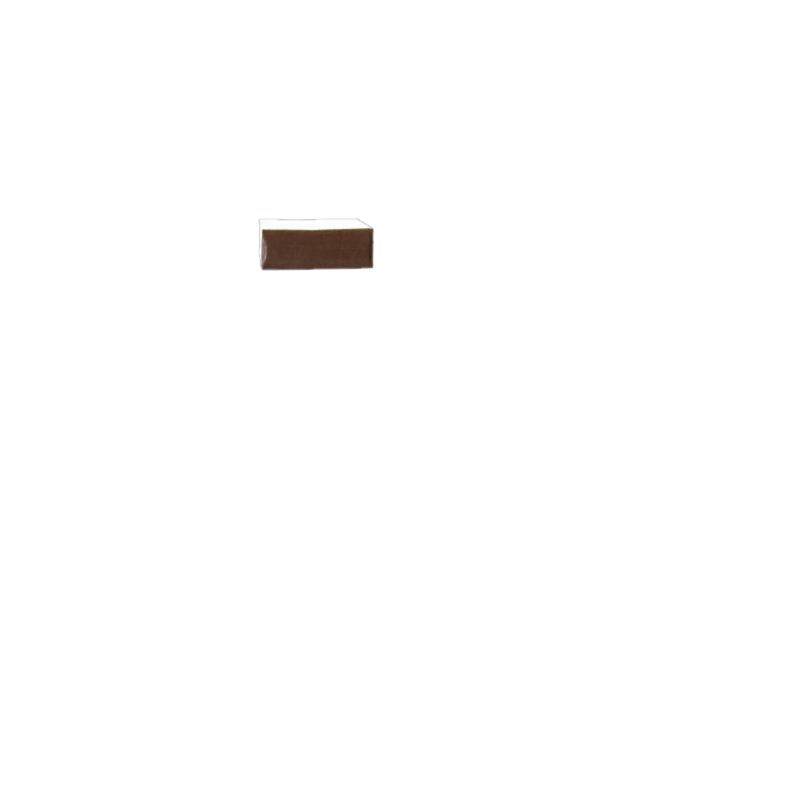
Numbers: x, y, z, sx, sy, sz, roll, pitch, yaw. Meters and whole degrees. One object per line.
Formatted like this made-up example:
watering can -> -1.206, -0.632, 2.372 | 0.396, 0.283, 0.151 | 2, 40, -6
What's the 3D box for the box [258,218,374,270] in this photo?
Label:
box -> -0.059, -0.107, 0.750 | 0.073, 0.029, 0.092 | -1, 13, -6
